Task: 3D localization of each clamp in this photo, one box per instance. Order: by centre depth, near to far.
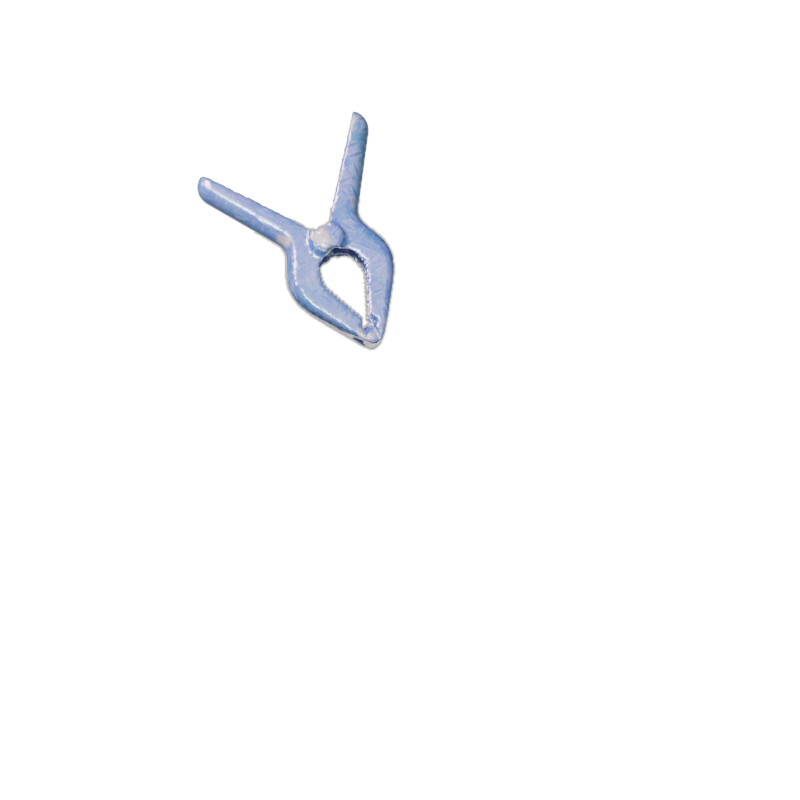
[{"bbox_3d":[-0.076,-0.139,0.972,0.164,0.219,0.035,-18,-16,-6],"label":"clamp"}]
